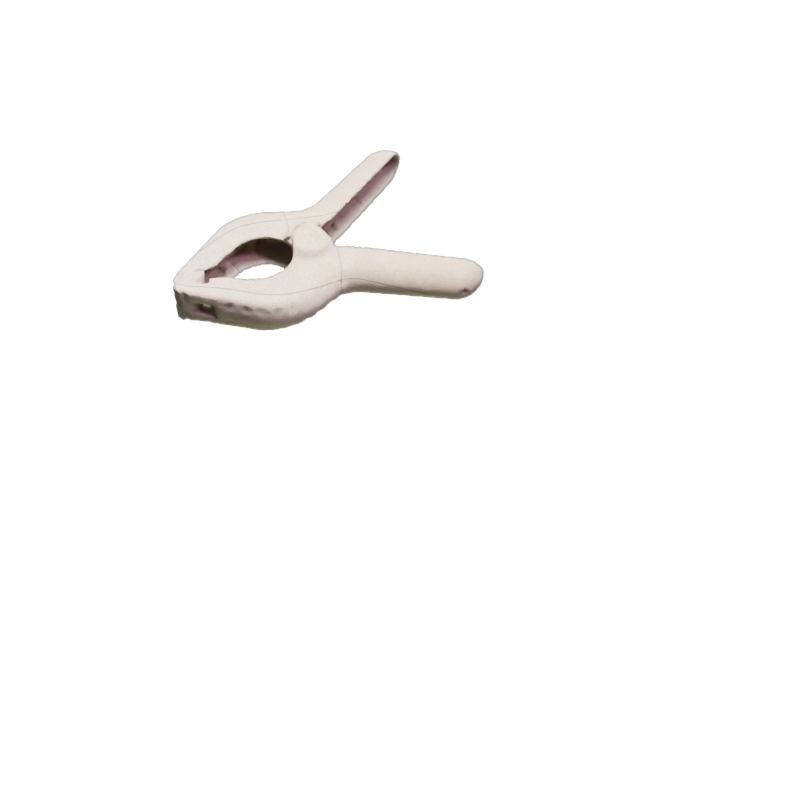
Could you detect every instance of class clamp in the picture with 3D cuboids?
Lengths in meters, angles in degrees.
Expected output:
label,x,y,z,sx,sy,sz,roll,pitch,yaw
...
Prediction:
label,x,y,z,sx,sy,sz,roll,pitch,yaw
clamp,-0.050,-0.092,0.644,0.170,0.036,0.130,-11,45,-12
